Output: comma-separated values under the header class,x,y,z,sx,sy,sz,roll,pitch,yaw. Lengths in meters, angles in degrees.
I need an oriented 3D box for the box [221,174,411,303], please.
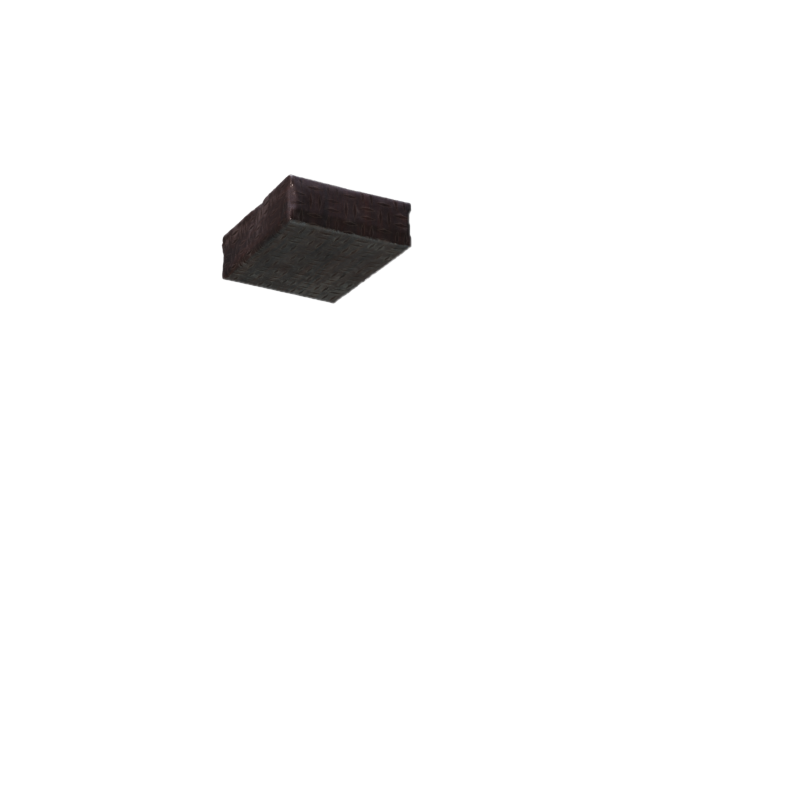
class,x,y,z,sx,sy,sz,roll,pitch,yaw
box,-0.047,-0.086,0.604,0.070,0.032,0.089,10,-21,-28
